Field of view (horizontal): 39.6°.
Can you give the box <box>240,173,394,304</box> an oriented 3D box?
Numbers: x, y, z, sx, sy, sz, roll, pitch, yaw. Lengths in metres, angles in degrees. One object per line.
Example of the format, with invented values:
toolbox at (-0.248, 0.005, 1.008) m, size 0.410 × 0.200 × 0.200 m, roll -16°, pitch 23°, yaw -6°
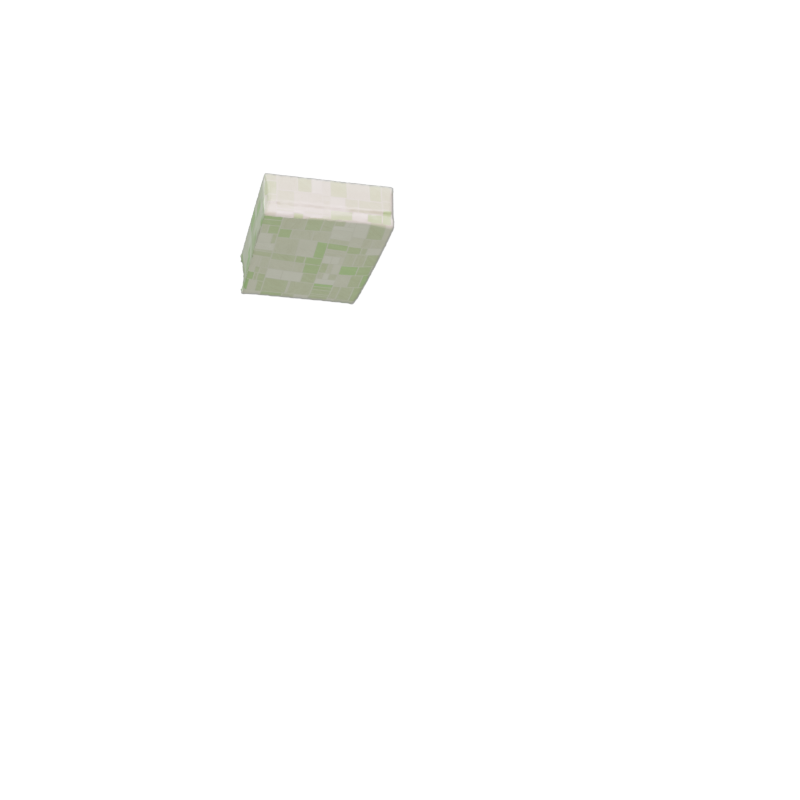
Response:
box at (-0.061, -0.111, 0.780) m, size 0.088 × 0.041 × 0.109 m, roll 7°, pitch -29°, yaw -13°
